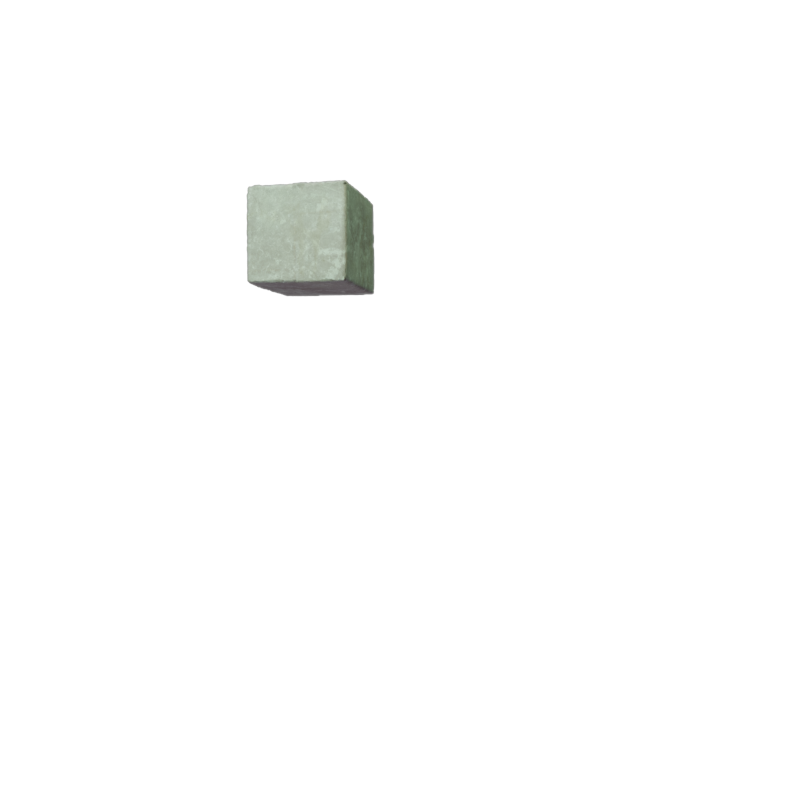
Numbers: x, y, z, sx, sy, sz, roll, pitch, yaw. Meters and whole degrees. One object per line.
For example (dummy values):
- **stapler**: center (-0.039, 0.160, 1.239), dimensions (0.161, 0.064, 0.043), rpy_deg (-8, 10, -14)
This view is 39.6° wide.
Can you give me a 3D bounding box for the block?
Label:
- **block**: center (-0.046, -0.084, 0.587), dimensions (0.053, 0.052, 0.076), rpy_deg (-1, -2, 10)
